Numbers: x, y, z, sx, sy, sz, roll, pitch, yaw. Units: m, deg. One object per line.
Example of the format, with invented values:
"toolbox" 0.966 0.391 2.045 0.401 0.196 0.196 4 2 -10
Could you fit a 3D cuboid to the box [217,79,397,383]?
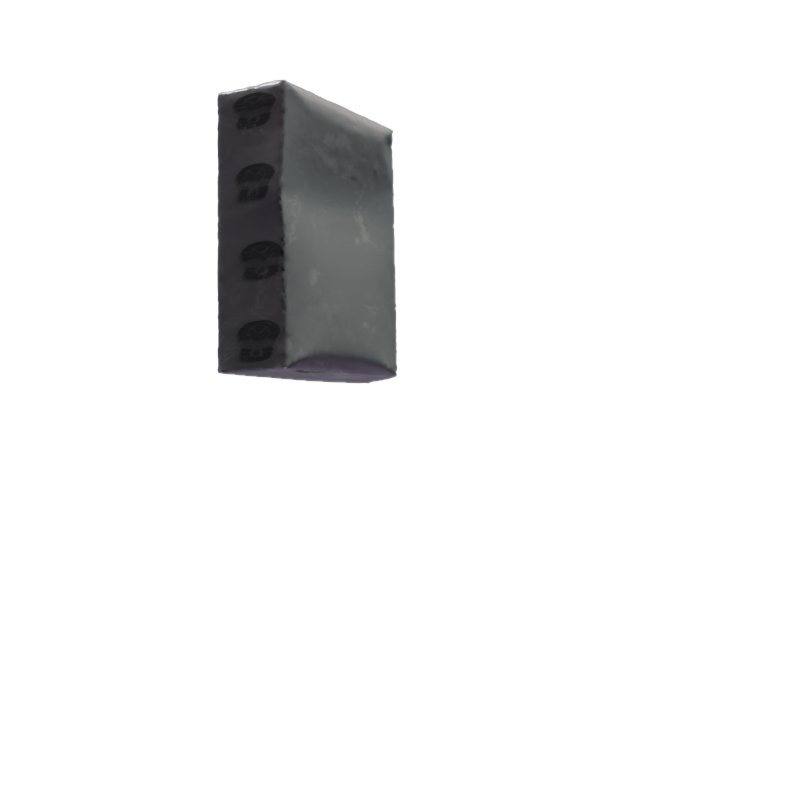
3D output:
"box" -0.068 -0.124 0.866 0.074 0.219 0.156 -6 -10 31
